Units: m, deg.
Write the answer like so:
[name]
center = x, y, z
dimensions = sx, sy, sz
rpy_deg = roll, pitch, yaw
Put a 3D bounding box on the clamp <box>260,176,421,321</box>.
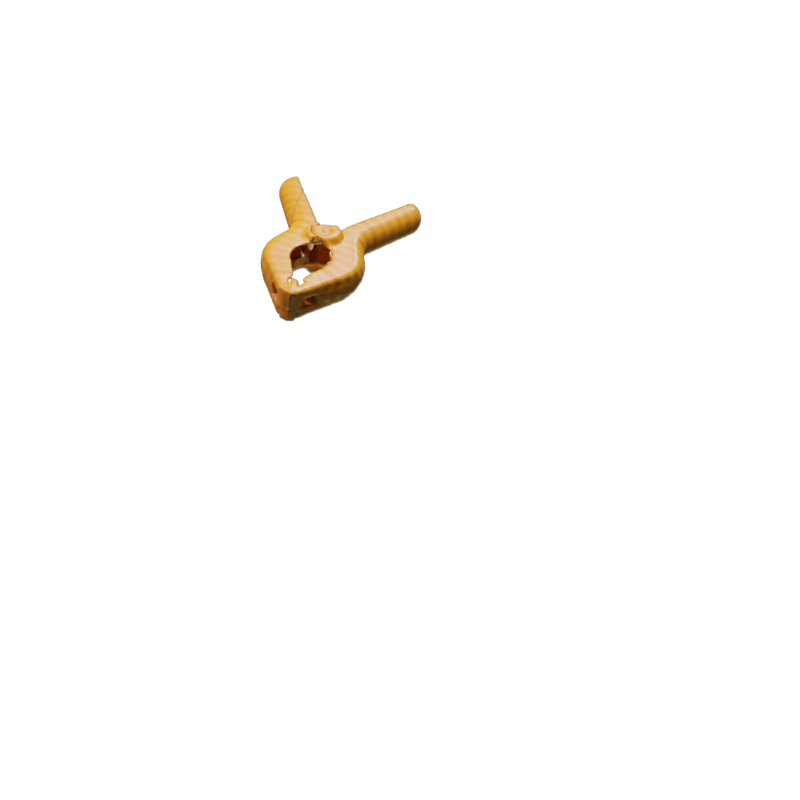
[clamp]
center = -0.068, -0.124, 0.867
dimensions = 0.125, 0.037, 0.176
rpy_deg = 15, 37, 20
